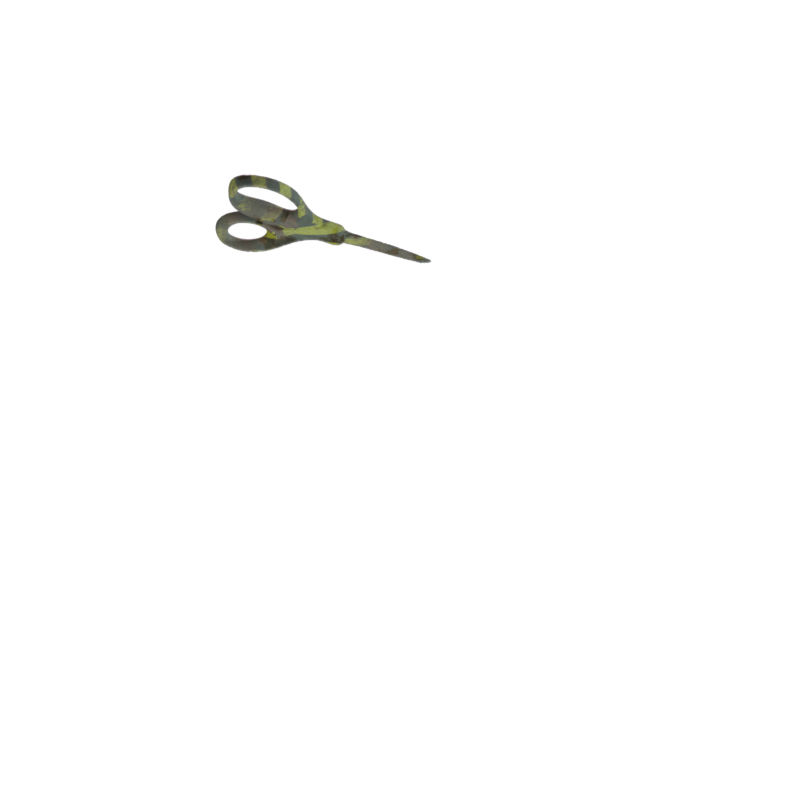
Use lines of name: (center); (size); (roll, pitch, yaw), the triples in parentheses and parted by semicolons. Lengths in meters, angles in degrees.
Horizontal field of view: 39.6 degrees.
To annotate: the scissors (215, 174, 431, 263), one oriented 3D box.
scissors: (-0.077, -0.141, 0.987); (0.190, 0.017, 0.095); (26, -43, -32)
